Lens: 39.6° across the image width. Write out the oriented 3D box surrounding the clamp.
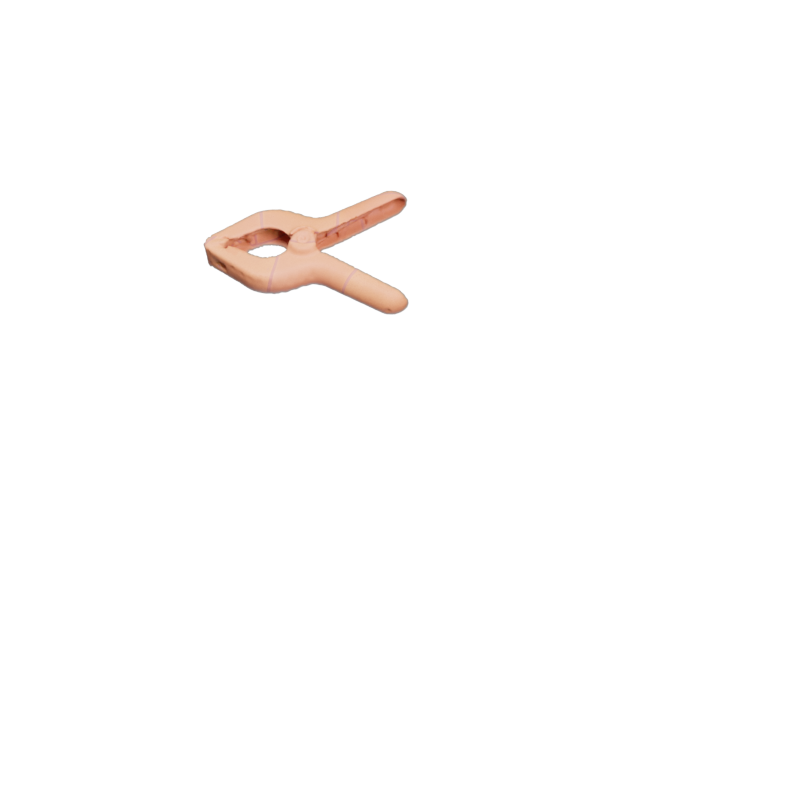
[{"bbox_3d":[-0.071,-0.130,0.911,0.173,0.127,0.036,8,-41,7],"label":"clamp"}]
